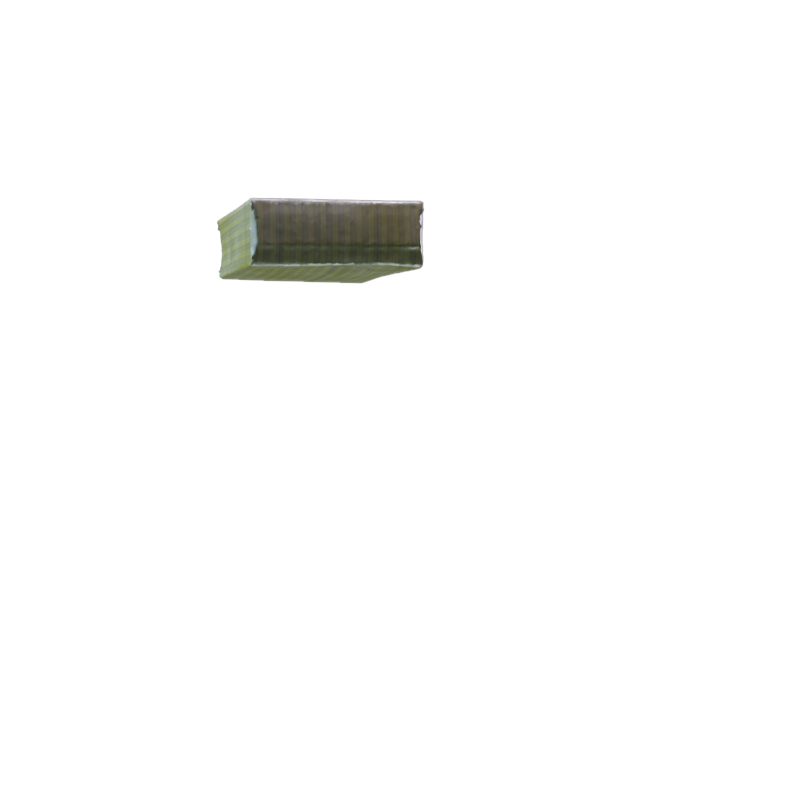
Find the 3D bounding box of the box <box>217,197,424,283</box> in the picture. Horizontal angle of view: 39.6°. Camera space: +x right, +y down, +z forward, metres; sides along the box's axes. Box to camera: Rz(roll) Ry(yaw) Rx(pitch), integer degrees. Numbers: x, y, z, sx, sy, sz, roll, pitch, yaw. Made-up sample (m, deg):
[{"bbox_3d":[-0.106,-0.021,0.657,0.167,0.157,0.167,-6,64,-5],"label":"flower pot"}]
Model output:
[{"bbox_3d":[-0.047,-0.085,0.596,0.088,0.039,0.115,0,0,-16],"label":"box"}]
